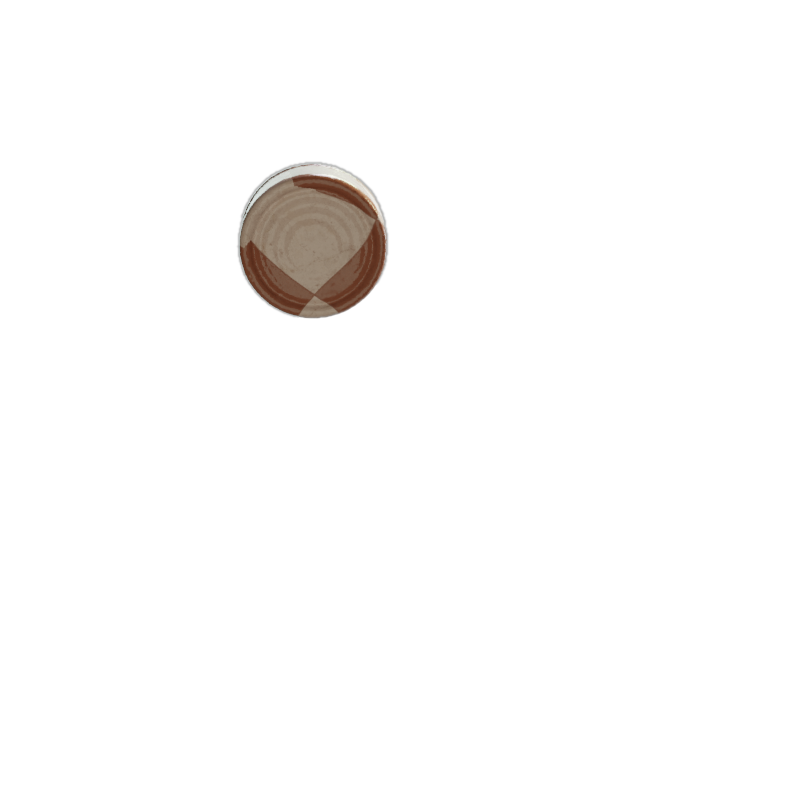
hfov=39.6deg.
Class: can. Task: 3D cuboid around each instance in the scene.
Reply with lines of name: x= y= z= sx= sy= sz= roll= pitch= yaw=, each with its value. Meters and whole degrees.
can: x=-0.050 y=-0.091 z=0.638 sx=0.086 sy=0.083 sz=0.035 roll=0 pitch=16 yaw=-1
